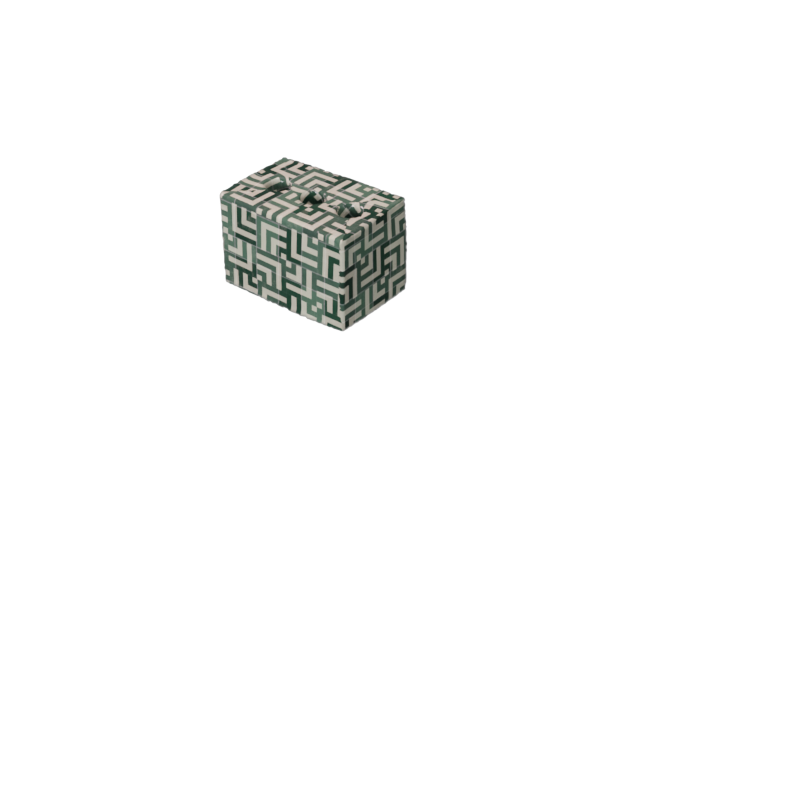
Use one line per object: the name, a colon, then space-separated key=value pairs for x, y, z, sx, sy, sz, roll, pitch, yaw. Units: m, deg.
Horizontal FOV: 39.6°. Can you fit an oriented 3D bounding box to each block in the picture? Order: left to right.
block: x=-0.042 y=-0.077 z=0.543 sx=0.082 sy=0.048 sz=0.053 roll=23 pitch=39 yaw=29
